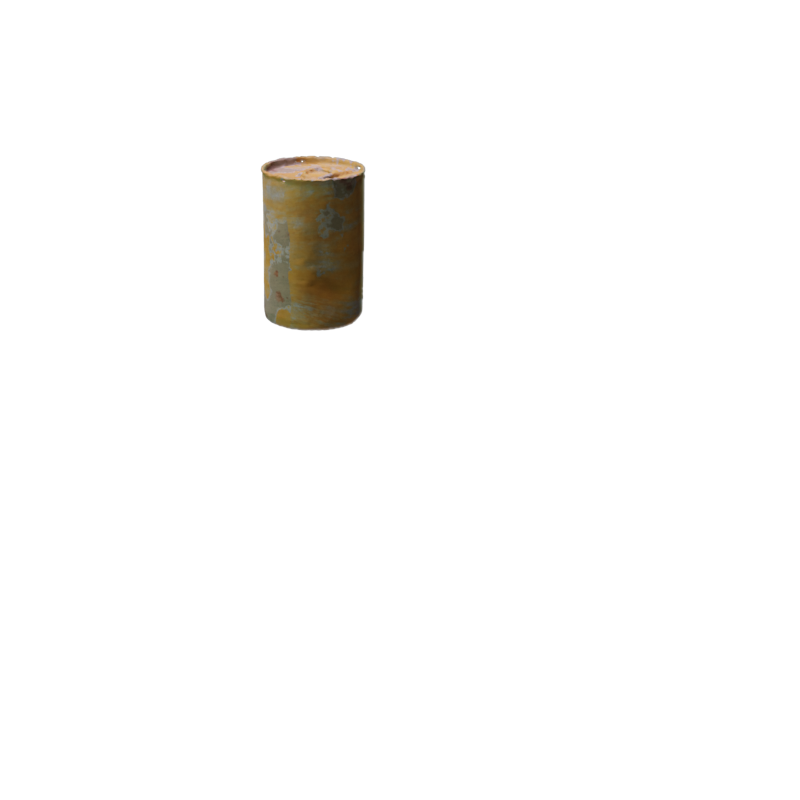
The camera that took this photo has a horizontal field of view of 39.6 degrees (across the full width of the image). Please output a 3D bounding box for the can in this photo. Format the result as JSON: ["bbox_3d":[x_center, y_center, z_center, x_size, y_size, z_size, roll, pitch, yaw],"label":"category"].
[{"bbox_3d":[-0.057,-0.105,0.734,0.068,0.098,0.072,0,20,-2],"label":"can"}]
